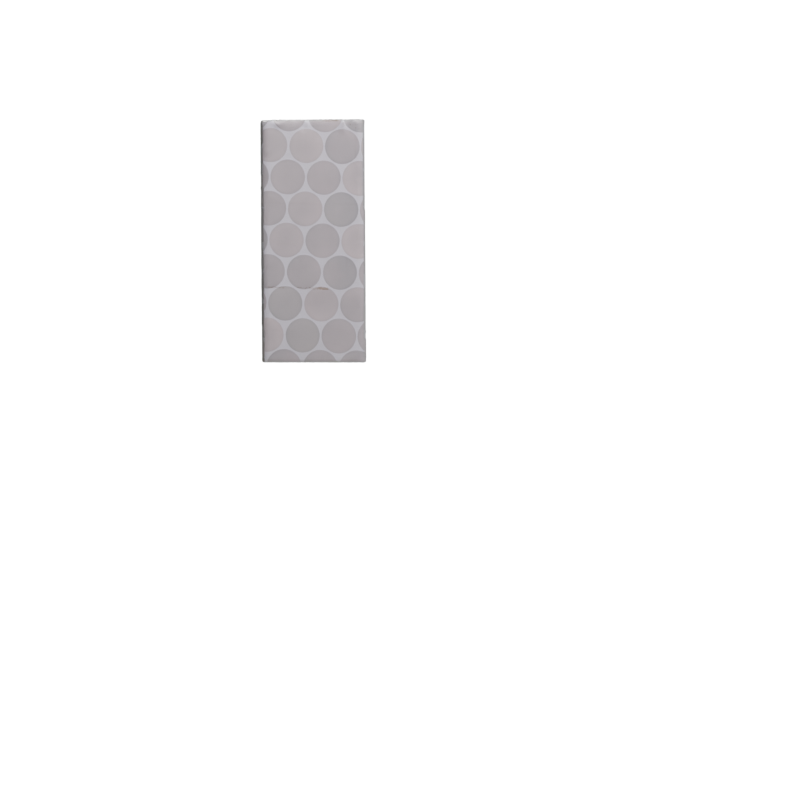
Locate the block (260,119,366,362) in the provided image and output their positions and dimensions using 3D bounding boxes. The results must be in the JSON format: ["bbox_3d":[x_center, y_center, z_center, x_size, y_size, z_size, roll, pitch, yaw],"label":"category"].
[{"bbox_3d":[-0.077,-0.140,0.981,0.091,0.207,0.090,0,0,-2],"label":"block"}]
